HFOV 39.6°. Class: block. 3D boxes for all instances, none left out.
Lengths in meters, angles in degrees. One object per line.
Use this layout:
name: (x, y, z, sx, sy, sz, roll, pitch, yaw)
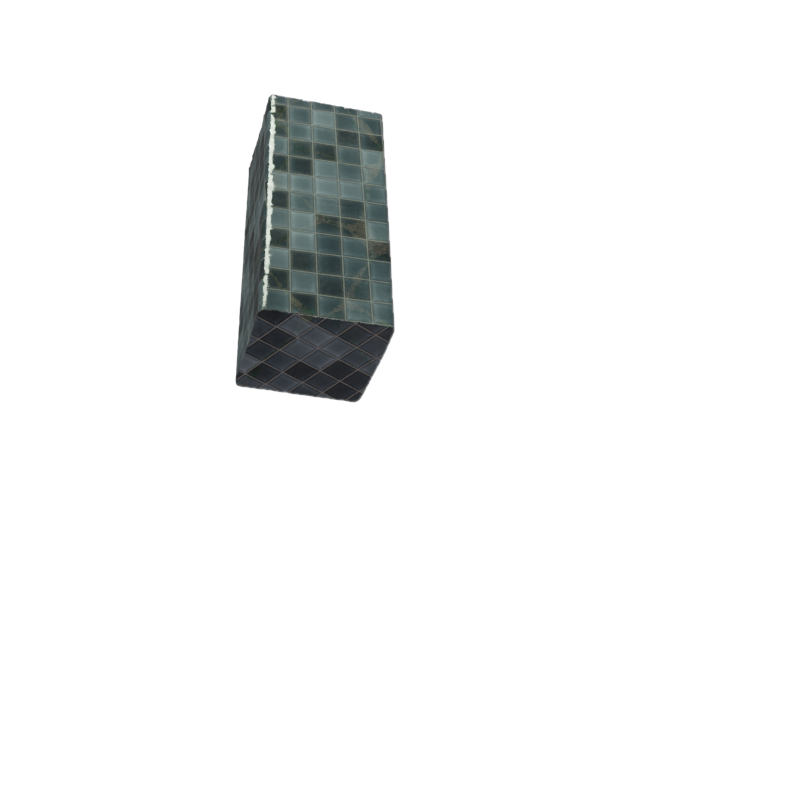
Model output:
block: (-0.062, -0.113, 0.797, 0.089, 0.221, 0.086, 8, -40, -13)
